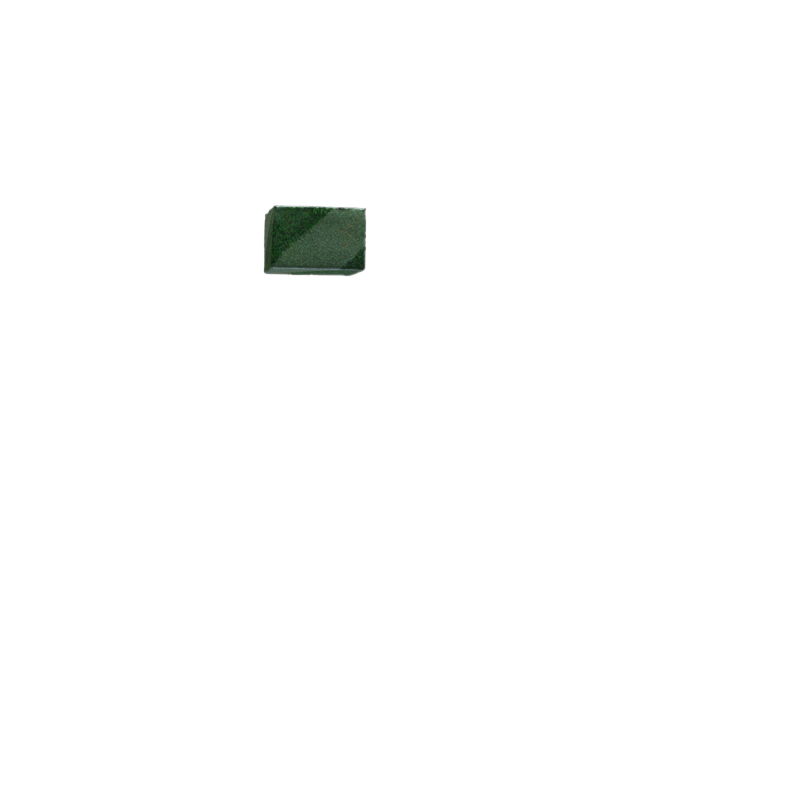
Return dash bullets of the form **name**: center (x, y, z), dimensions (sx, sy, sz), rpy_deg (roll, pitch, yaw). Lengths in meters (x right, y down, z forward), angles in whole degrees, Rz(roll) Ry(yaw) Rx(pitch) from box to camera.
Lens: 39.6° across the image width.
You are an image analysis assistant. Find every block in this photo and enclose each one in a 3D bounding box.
- **block**: center (-0.071, -0.130, 0.909), dimensions (0.077, 0.052, 0.053), rpy_deg (0, -3, -13)
